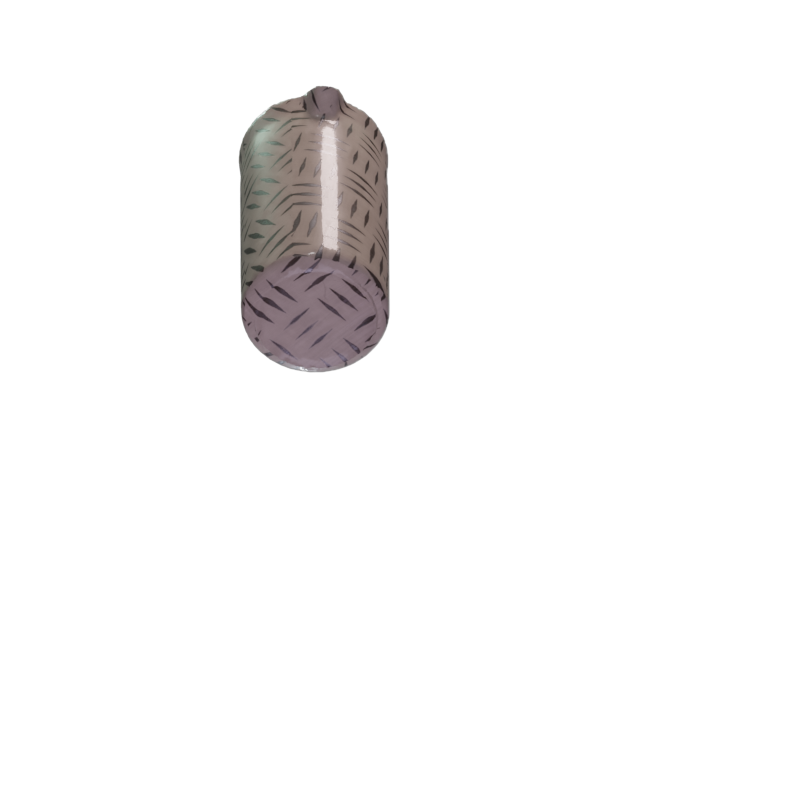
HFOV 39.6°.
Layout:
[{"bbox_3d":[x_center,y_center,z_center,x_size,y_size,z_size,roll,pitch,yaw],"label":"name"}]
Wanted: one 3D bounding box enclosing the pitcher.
[{"bbox_3d":[-0.070,-0.128,0.899,0.145,0.139,0.260,-29,34,18],"label":"pitcher"}]
